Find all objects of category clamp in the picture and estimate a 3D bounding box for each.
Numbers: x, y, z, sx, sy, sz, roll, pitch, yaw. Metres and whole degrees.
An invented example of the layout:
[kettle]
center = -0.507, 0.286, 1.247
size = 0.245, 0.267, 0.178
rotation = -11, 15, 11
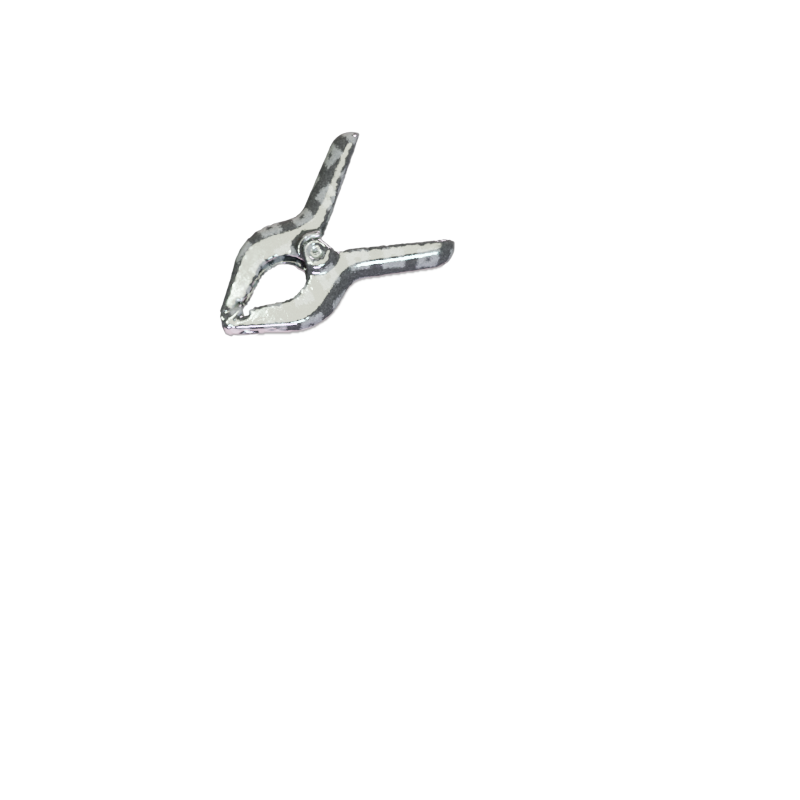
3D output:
[clamp]
center = -0.061, -0.112, 0.783
size = 0.171, 0.127, 0.037
rotation = -29, -20, -12
